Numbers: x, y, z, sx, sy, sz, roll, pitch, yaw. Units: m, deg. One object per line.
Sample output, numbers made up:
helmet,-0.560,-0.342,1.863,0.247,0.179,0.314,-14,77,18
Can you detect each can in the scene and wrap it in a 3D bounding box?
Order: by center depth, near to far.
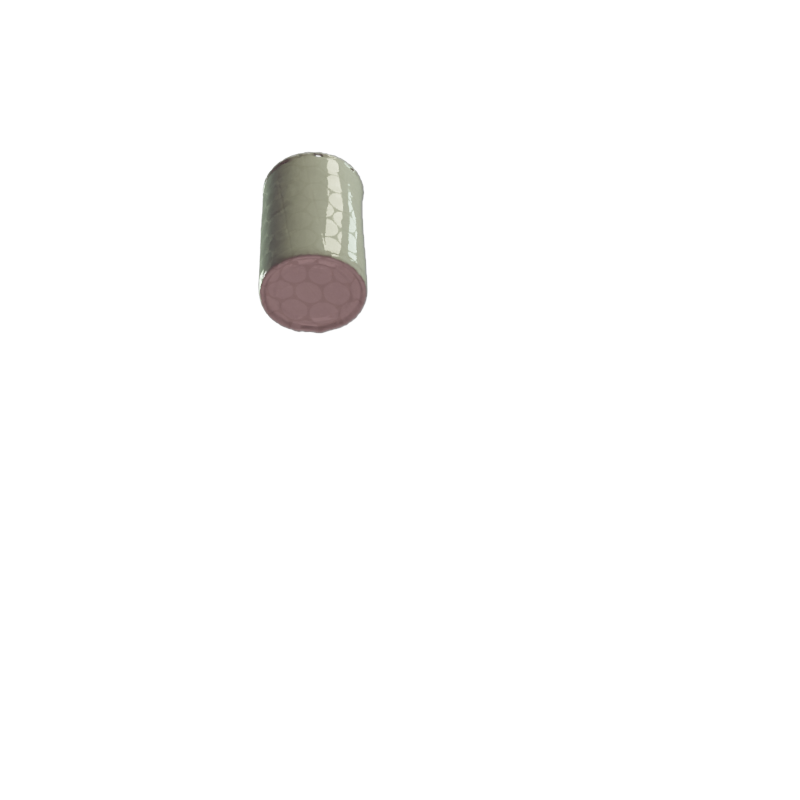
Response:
can,-0.055,-0.101,0.705,0.068,0.064,0.110,-1,45,-3
